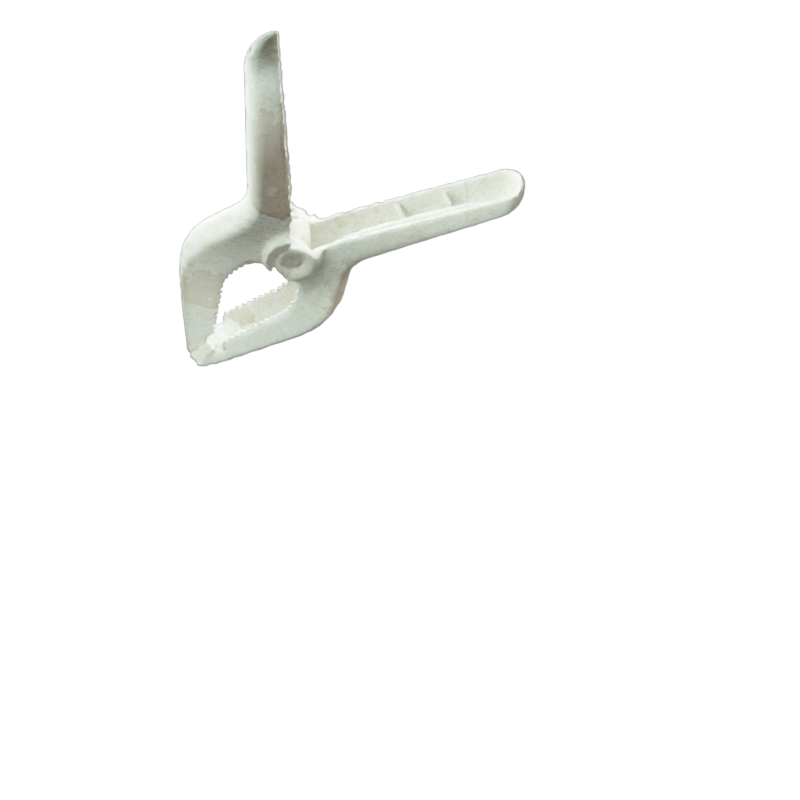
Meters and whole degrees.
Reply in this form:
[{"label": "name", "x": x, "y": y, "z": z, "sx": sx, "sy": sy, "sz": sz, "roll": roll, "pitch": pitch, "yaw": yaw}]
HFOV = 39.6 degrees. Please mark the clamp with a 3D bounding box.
[{"label": "clamp", "x": -0.047, "y": -0.085, "z": 0.598, "sx": 0.158, "sy": 0.039, "sz": 0.203, "roll": 22, "pitch": -49, "yaw": -21}]
